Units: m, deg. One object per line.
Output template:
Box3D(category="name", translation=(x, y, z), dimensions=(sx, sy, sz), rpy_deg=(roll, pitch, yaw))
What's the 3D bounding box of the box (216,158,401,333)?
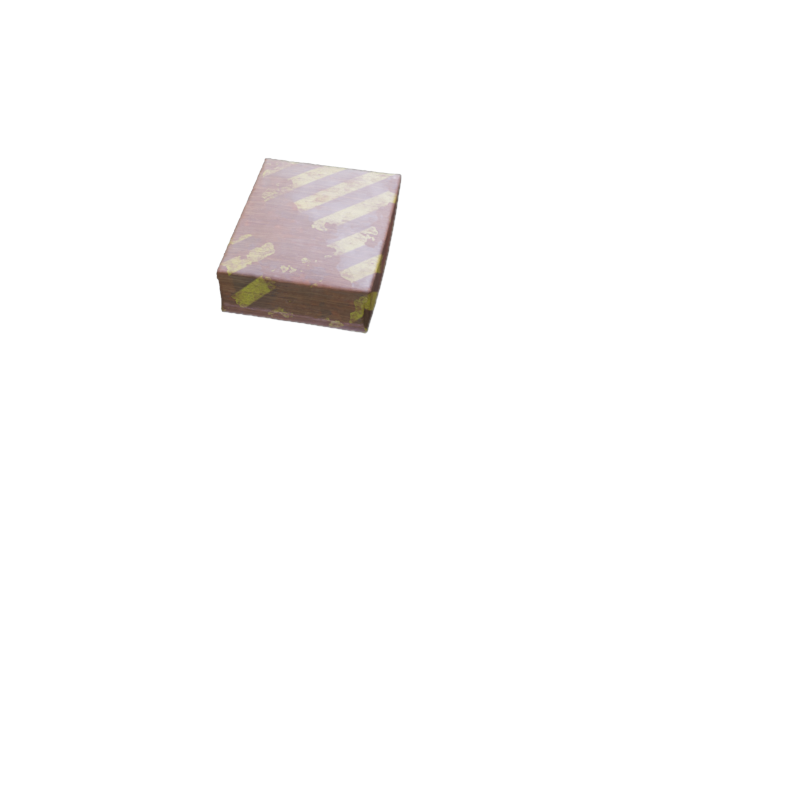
Box3D(category="box", translation=(-0.052, -0.096, 0.672), dimensions=(0.091, 0.036, 0.120), rpy_deg=(8, 45, 7))
